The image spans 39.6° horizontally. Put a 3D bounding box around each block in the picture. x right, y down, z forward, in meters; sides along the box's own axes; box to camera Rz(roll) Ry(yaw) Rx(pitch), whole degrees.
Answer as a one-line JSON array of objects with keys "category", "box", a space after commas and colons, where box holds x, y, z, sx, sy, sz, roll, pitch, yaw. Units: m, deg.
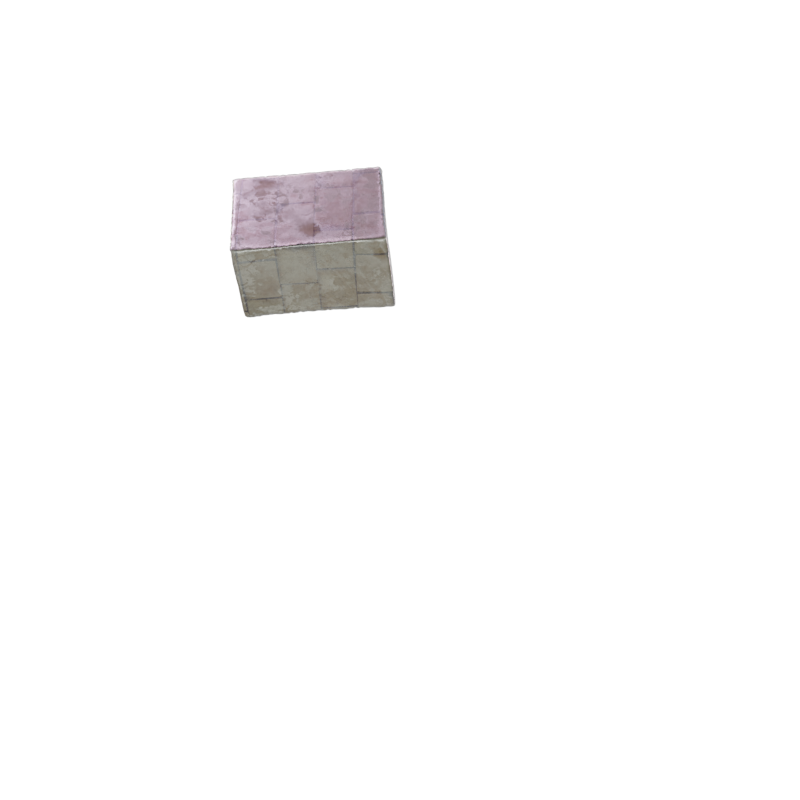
[{"category": "block", "box": [-0.044, -0.080, 0.558, 0.078, 0.055, 0.049, -4, -39, 3]}]
